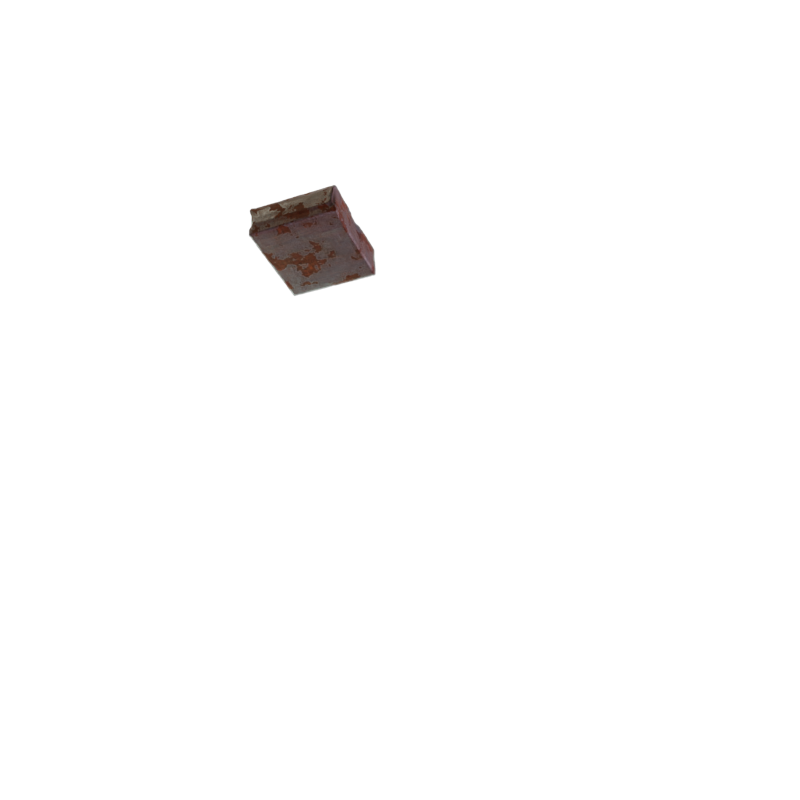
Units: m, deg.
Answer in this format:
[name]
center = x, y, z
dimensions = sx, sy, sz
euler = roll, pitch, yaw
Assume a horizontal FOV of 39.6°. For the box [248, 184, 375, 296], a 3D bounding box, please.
[box]
center = -0.069, -0.125, 0.878
dimensions = 0.074, 0.032, 0.082
euler = -14, -38, 17
